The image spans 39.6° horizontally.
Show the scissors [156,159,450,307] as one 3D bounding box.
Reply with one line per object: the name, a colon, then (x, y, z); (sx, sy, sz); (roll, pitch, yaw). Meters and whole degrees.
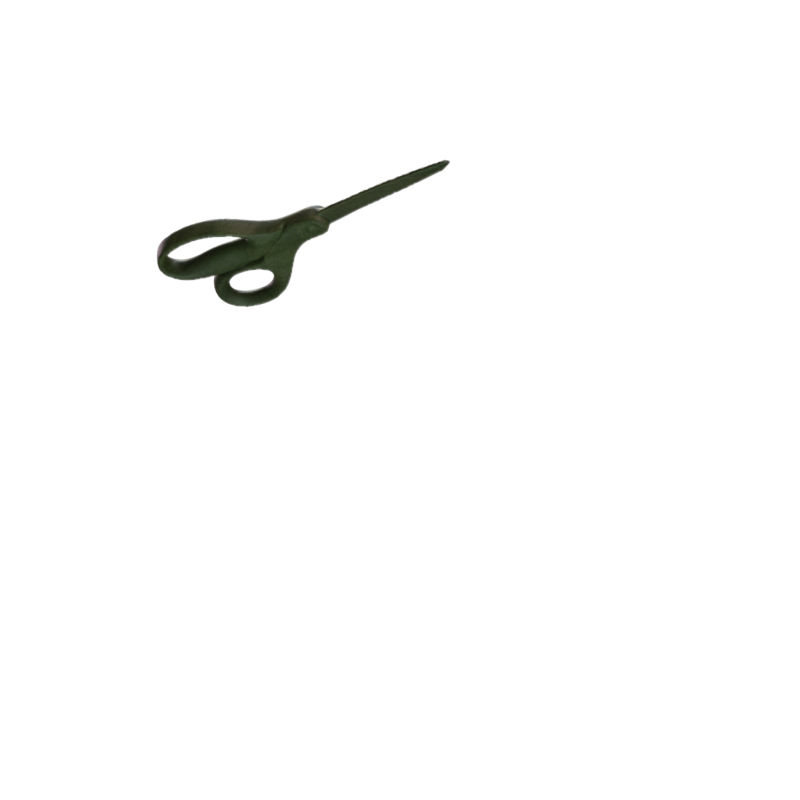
scissors: (-0.054, -0.099, 0.695); (0.204, 0.017, 0.089); (-10, -31, 17)
